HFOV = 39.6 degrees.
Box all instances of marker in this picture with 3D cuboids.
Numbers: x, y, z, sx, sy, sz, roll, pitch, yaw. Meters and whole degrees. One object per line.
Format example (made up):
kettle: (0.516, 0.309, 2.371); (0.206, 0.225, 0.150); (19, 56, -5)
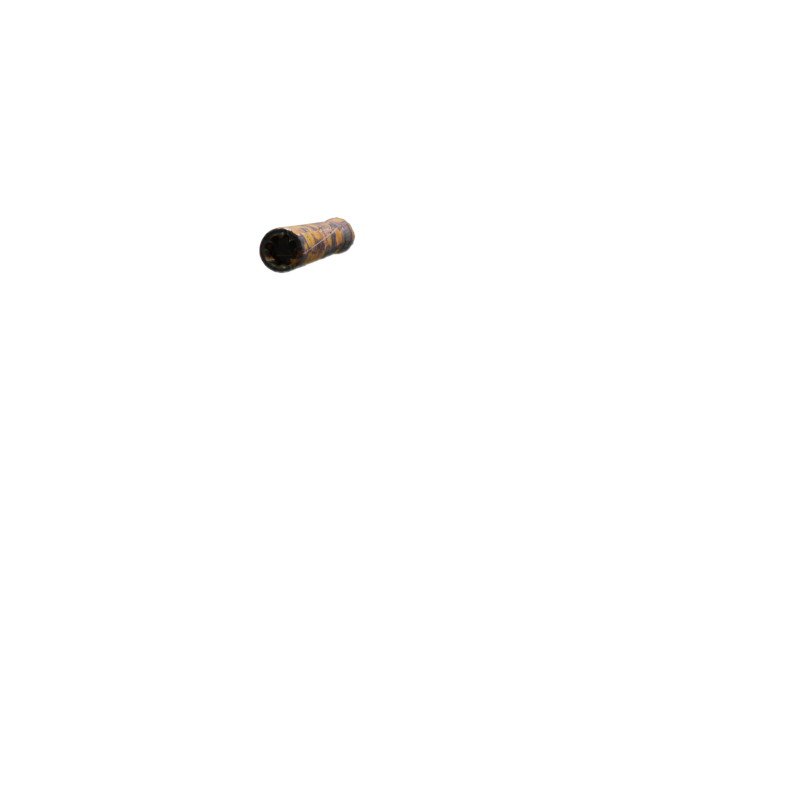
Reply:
marker: (-0.040, -0.073, 0.509); (0.020, 0.019, 0.121); (1, 11, 8)
